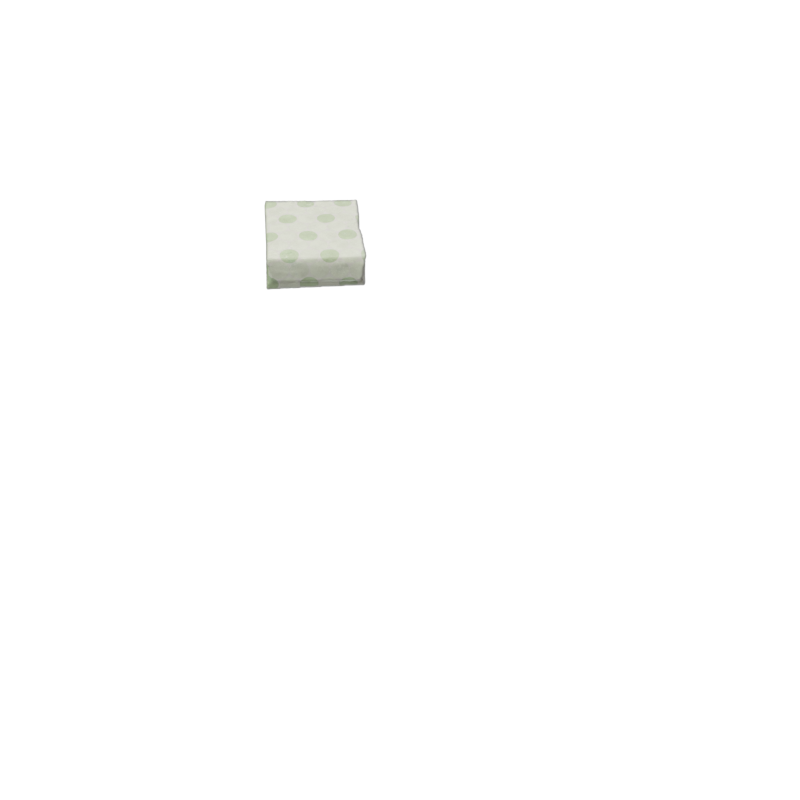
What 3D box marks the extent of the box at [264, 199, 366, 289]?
[{"bbox_3d":[-0.066,-0.119,0.838,0.073,0.028,0.096,-2,36,-4],"label":"box"}]
